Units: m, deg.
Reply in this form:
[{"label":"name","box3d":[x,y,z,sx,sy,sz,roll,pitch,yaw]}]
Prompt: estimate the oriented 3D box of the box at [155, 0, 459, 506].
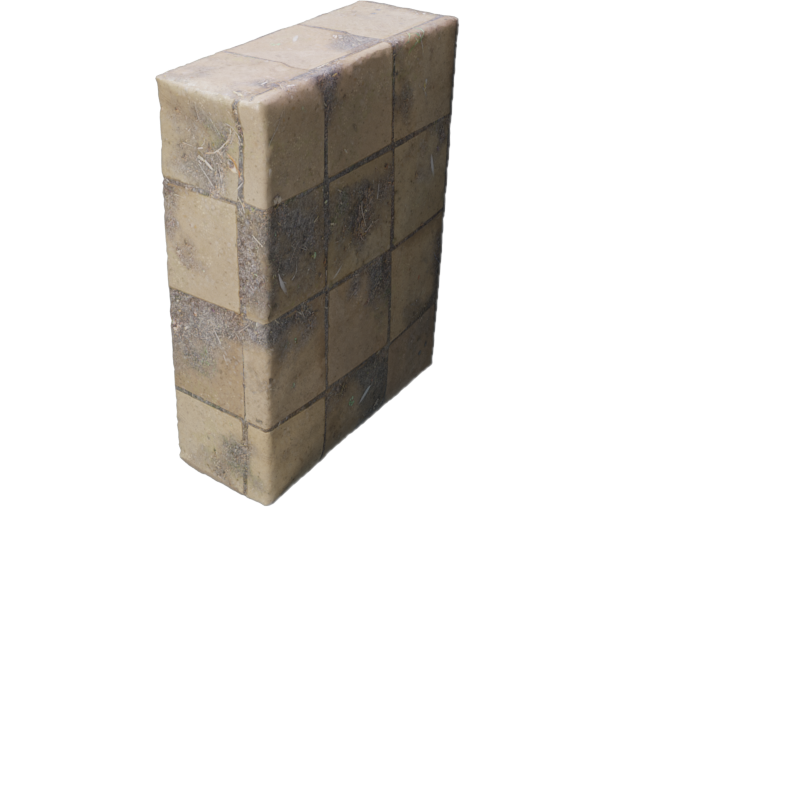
[{"label":"box","box3d":[-0.045,-0.082,0.572,0.076,0.201,0.166,19,34,27]}]
